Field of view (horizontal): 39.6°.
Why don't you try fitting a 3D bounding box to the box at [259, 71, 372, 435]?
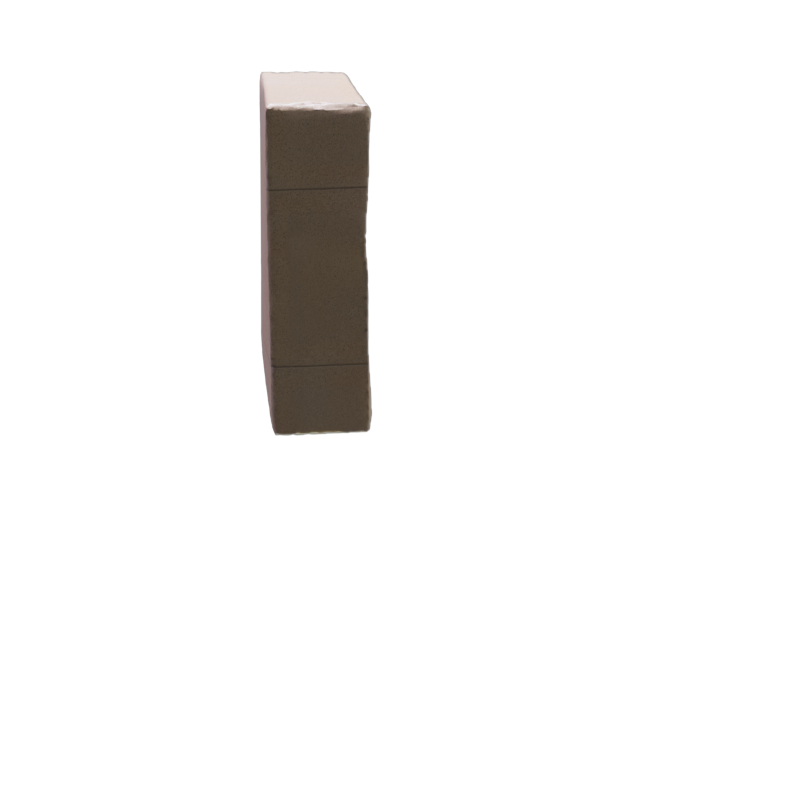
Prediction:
[{"bbox_3d":[-0.059,-0.108,0.754,0.071,0.205,0.172,-1,19,-8],"label":"box"}]
